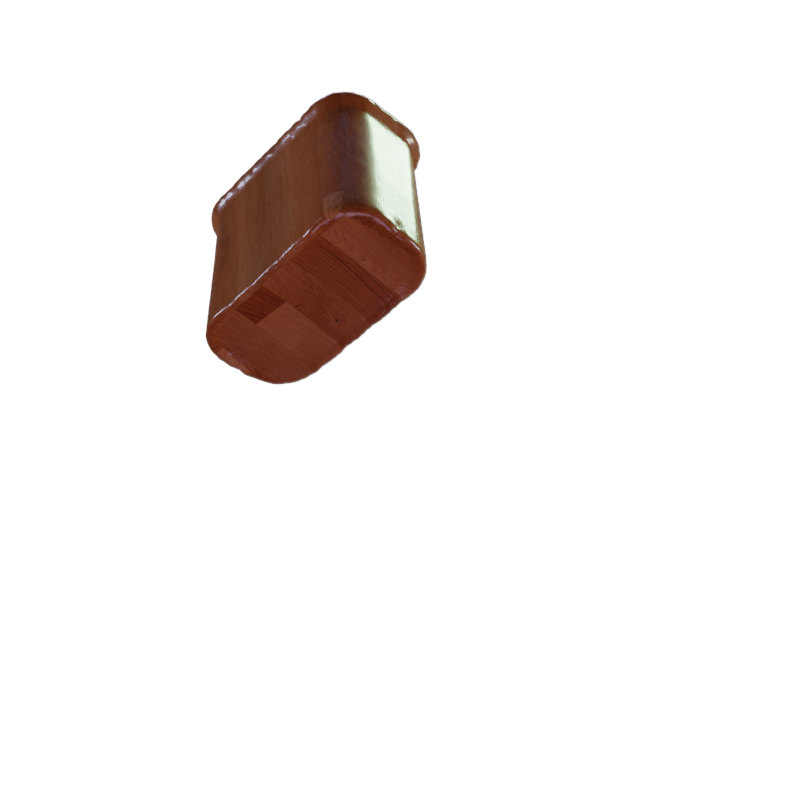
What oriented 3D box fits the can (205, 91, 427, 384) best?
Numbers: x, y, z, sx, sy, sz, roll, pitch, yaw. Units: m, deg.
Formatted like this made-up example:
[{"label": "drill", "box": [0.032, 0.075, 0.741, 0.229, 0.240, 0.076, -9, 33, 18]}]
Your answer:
[{"label": "can", "box": [-0.037, -0.067, 0.468, 0.054, 0.090, 0.100, 34, -58, -28]}]
